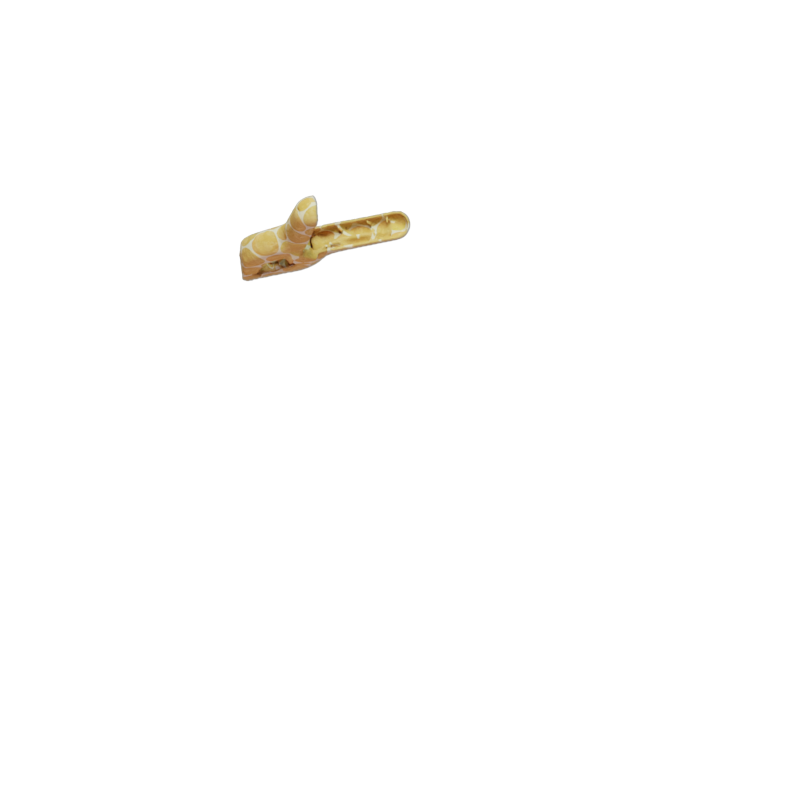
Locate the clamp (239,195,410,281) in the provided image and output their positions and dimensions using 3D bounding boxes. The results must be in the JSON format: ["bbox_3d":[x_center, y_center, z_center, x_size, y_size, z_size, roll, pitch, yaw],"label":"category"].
[{"bbox_3d":[-0.077,-0.140,0.983,0.115,0.041,0.173,7,-13,-34],"label":"clamp"}]
